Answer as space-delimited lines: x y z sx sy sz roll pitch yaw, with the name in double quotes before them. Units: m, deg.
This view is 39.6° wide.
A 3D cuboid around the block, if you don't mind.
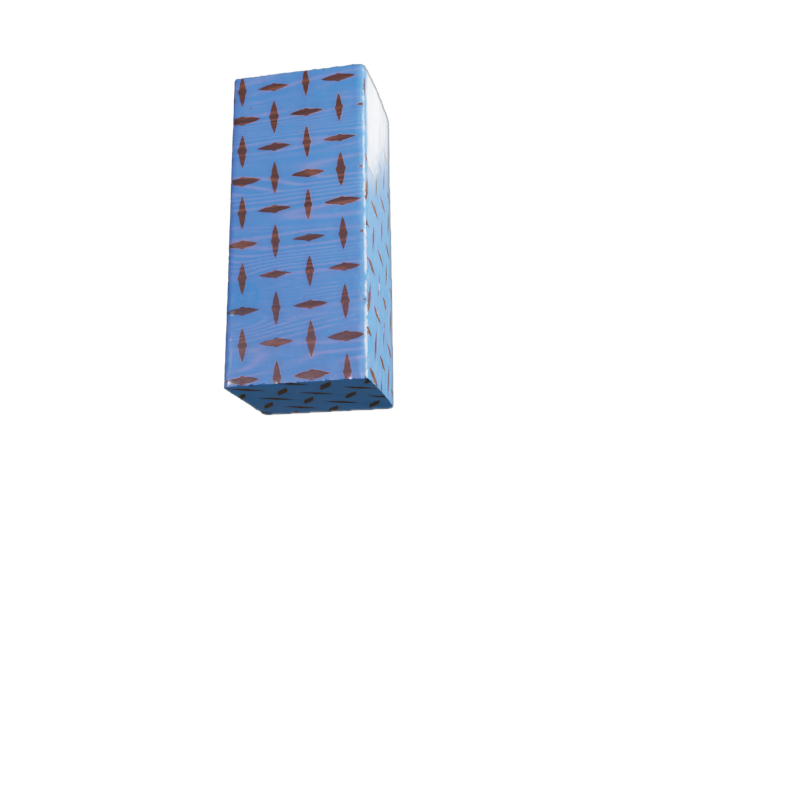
"block" -0.056 -0.103 0.721 0.092 0.216 0.085 -5 -19 11
